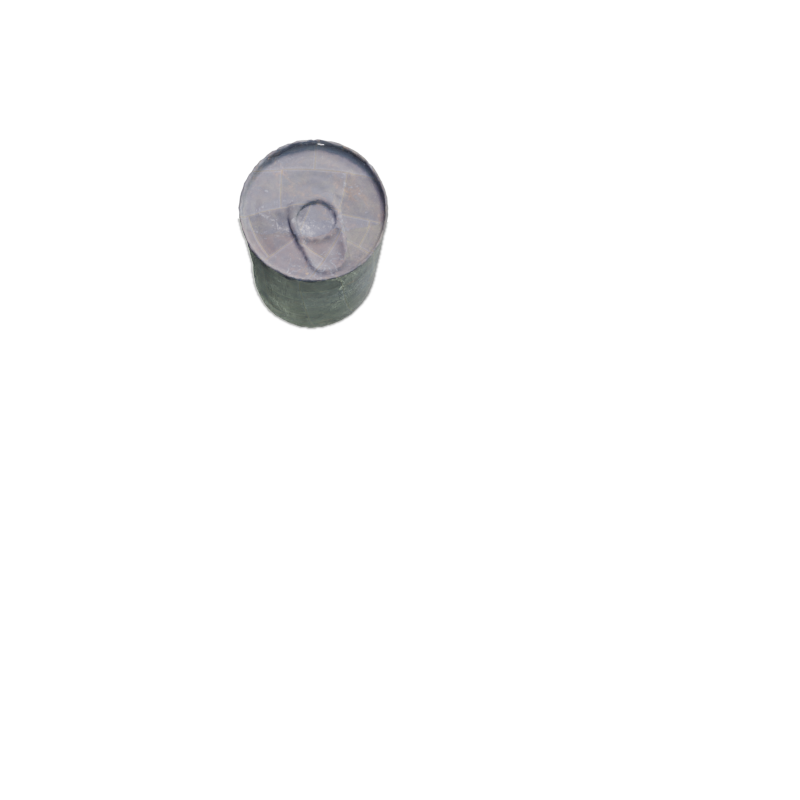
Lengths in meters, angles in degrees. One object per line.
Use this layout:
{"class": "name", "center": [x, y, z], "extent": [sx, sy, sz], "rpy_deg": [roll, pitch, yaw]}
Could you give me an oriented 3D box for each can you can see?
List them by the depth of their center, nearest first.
{"class": "can", "center": [-0.043, -0.078, 0.549], "extent": [0.068, 0.071, 0.099], "rpy_deg": [0, -12, -3]}
